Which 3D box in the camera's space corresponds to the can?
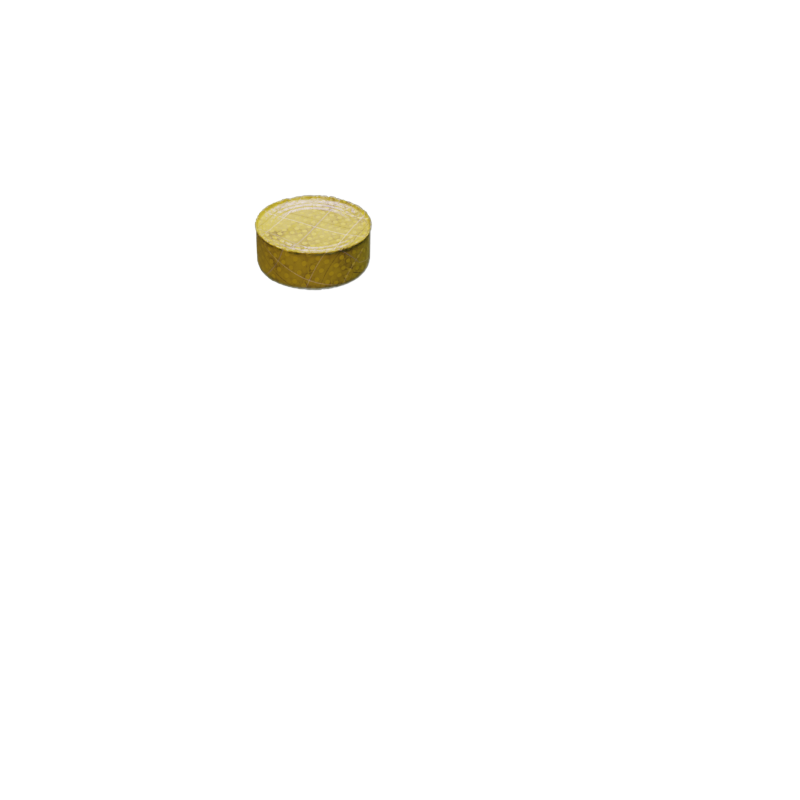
[{"bbox_3d":[-0.064,-0.117,0.818,0.086,0.031,0.092,-1,36,-2],"label":"can"}]
